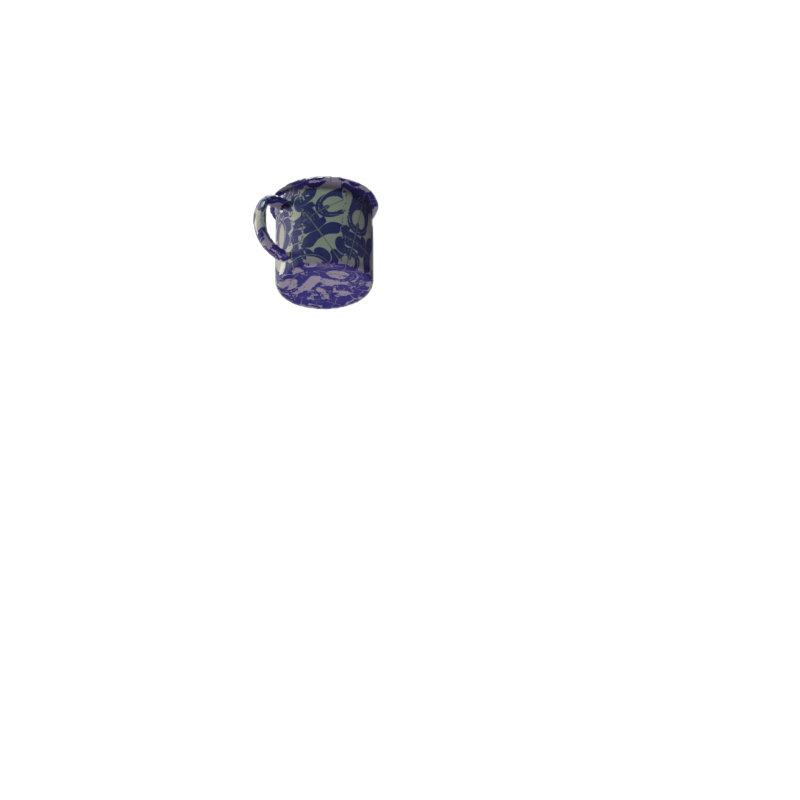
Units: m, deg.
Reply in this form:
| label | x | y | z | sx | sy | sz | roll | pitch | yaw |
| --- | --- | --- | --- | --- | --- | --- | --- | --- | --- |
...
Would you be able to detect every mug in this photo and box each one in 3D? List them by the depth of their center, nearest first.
| label | x | y | z | sx | sy | sz | roll | pitch | yaw |
| --- | --- | --- | --- | --- | --- | --- | --- | --- | --- |
| mug | -0.072 | -0.132 | 0.924 | 0.110 | 0.087 | 0.093 | 22 | -35 | -38 |
